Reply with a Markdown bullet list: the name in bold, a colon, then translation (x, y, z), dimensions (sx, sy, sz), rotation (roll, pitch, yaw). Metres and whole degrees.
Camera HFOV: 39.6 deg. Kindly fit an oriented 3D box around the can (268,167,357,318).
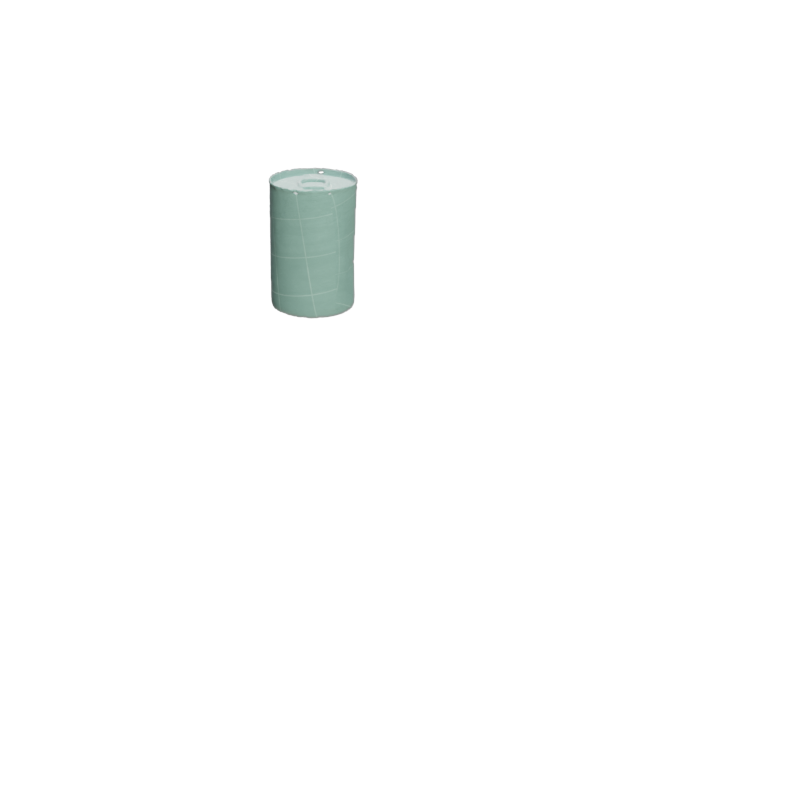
- **can**: translation (-0.067, -0.123, 0.860), dimensions (0.068, 0.098, 0.072), rotation (0, 22, -2)
